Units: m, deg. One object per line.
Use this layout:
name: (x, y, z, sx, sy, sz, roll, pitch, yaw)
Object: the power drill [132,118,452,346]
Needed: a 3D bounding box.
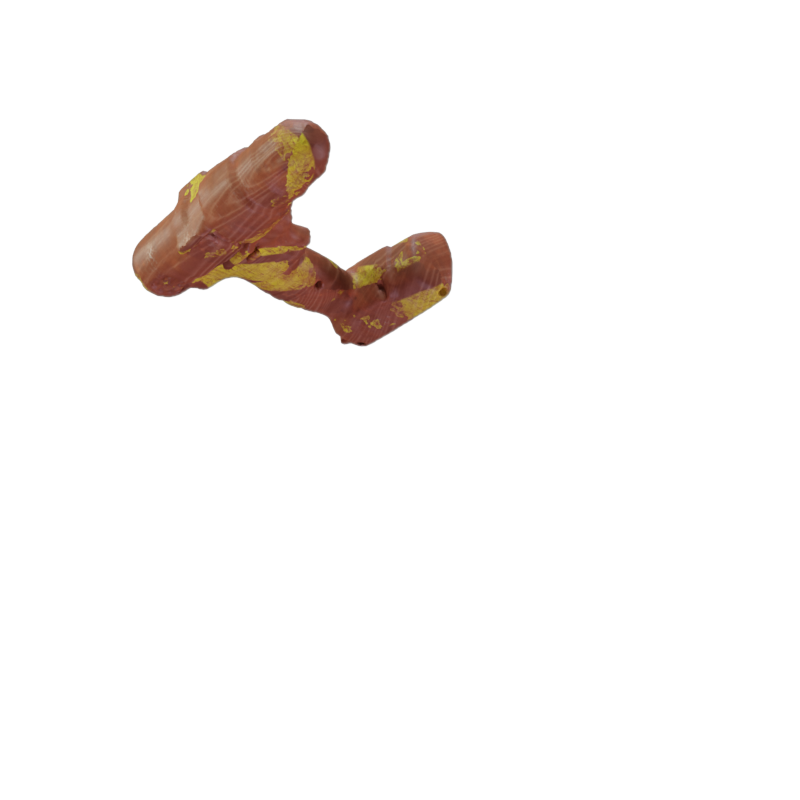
power drill: (-0.057, -0.104, 0.730, 0.177, 0.061, 0.184, 20, -33, -35)
